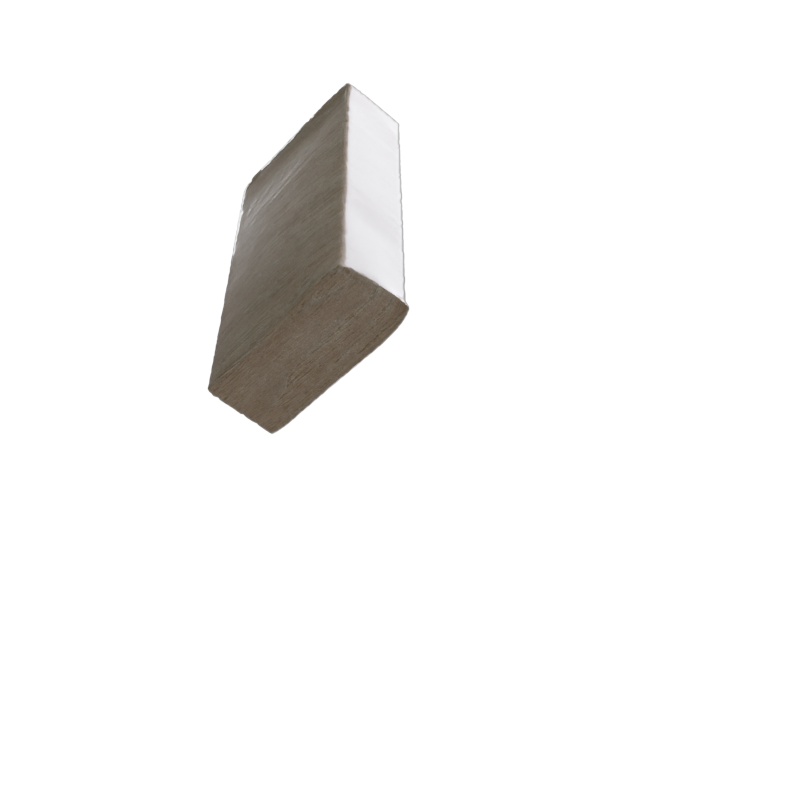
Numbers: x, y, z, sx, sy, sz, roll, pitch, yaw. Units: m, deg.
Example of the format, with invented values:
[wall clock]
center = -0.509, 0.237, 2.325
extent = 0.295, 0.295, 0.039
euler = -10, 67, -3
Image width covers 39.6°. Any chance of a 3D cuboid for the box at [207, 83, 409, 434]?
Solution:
[box]
center = -0.043, -0.078, 0.544
extent = 0.045, 0.189, 0.092
euler = 35, -61, -28
